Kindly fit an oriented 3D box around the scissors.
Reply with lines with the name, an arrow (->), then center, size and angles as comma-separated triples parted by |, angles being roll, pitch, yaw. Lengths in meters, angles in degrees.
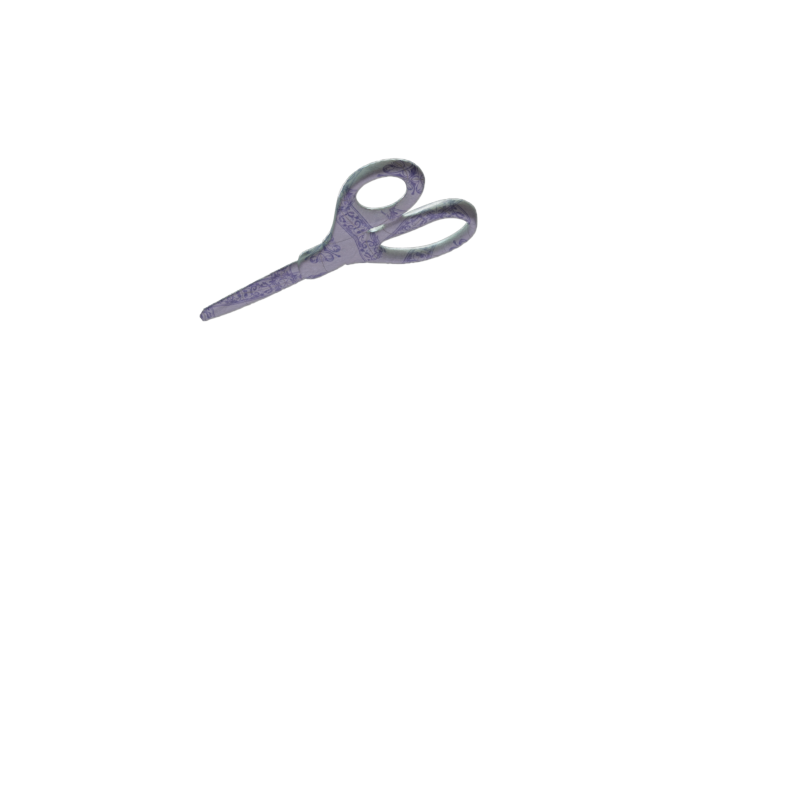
scissors -> -0.054, -0.098, 0.689 | 0.204, 0.017, 0.089 | -12, -38, 16
